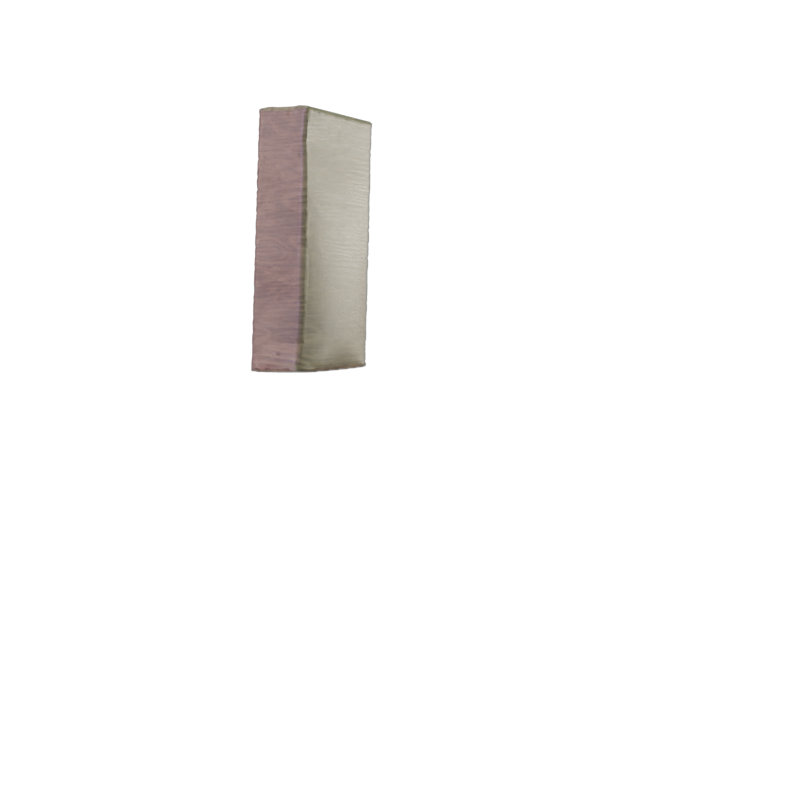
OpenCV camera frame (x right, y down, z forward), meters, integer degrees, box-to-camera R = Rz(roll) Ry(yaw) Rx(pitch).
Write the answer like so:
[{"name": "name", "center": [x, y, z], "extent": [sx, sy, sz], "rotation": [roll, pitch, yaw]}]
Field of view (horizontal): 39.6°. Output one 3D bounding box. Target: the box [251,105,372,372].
[{"name": "box", "center": [-0.060, -0.109, 0.763], "extent": [0.050, 0.177, 0.090], "rotation": [-1, -2, 28]}]
